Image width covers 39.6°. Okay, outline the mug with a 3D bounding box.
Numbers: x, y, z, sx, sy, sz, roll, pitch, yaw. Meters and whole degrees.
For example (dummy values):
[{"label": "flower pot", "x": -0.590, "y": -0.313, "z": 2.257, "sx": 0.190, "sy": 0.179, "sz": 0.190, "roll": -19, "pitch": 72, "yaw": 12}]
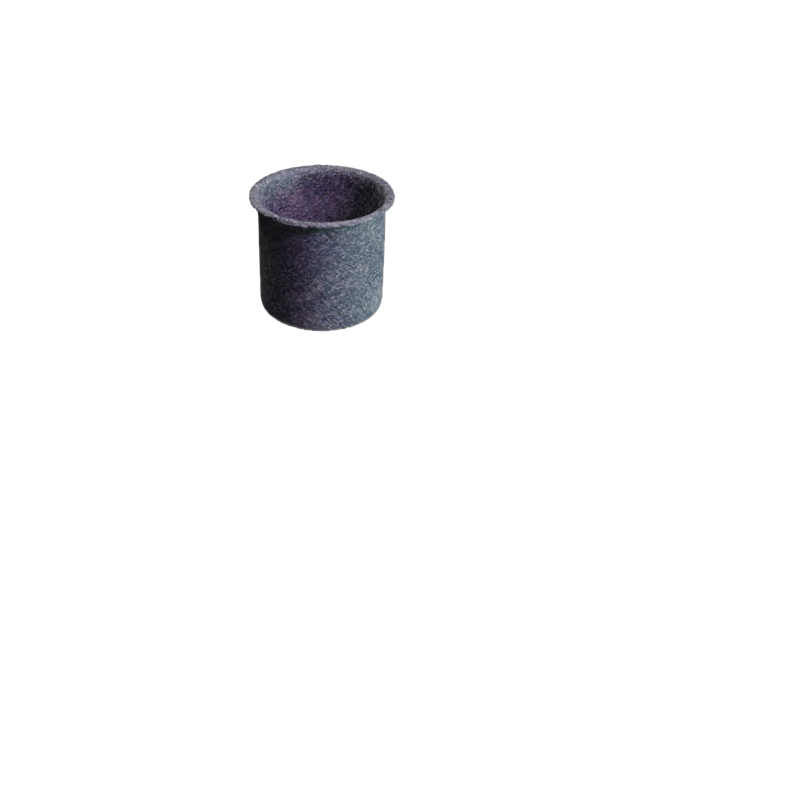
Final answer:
[{"label": "mug", "x": -0.057, "y": -0.104, "z": 0.732, "sx": 0.092, "sy": 0.077, "sz": 0.126, "roll": -15, "pitch": 36, "yaw": -25}]
